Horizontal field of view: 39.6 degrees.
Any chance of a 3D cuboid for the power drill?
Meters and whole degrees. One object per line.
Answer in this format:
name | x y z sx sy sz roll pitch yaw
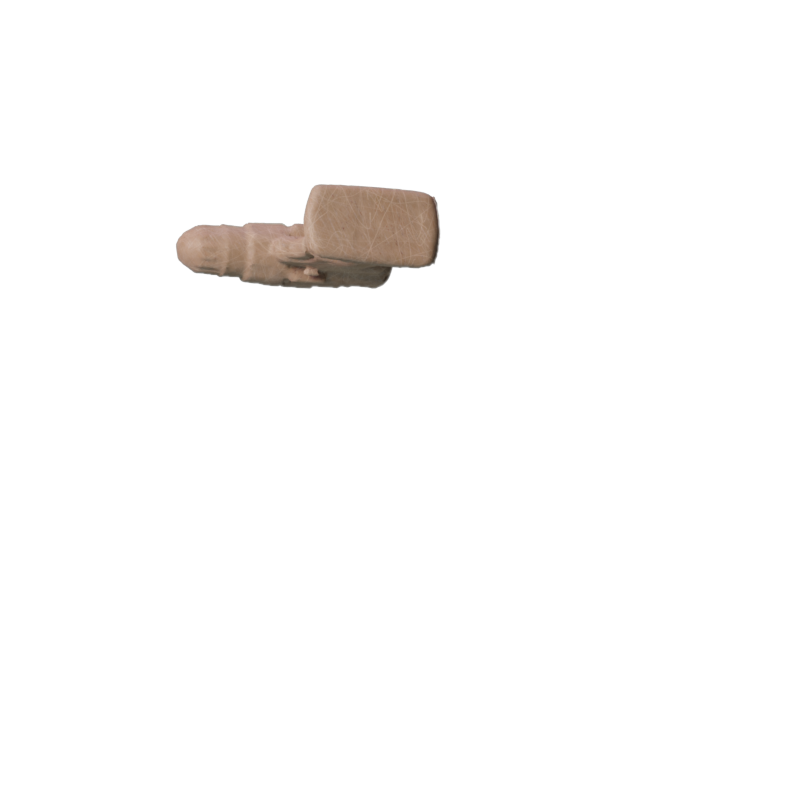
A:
power drill | -0.067 -0.123 0.860 0.179 0.058 0.191 0 -1 -22
